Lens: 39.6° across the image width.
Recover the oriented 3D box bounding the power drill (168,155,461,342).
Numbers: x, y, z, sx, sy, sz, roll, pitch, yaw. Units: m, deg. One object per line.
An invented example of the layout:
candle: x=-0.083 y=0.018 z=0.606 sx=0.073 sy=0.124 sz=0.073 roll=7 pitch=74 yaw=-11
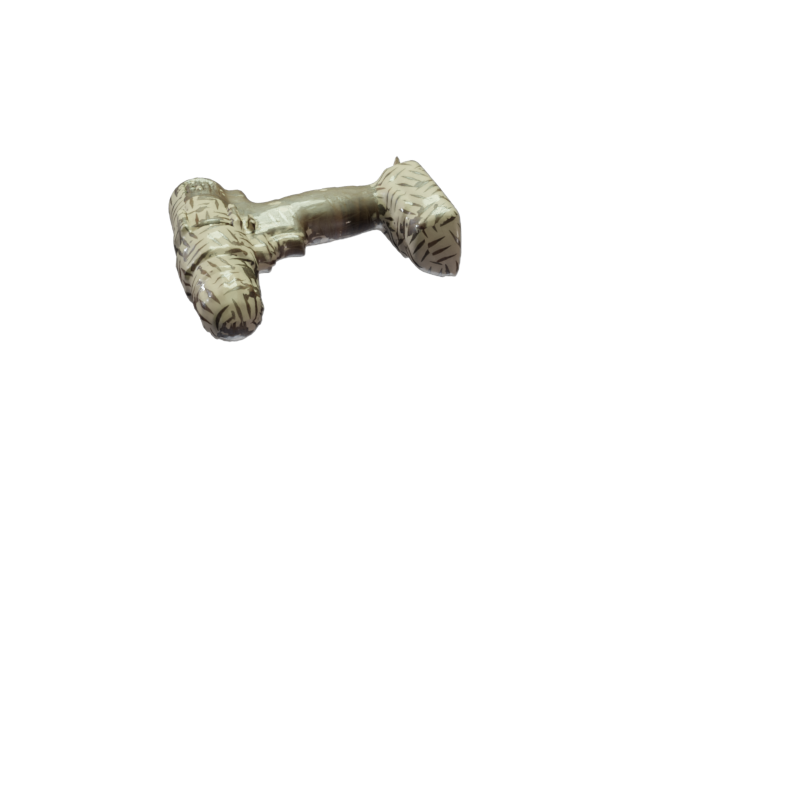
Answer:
power drill: x=-0.058 y=-0.107 z=0.746 sx=0.185 sy=0.054 sz=0.199 roll=-8 pitch=35 yaw=-12
